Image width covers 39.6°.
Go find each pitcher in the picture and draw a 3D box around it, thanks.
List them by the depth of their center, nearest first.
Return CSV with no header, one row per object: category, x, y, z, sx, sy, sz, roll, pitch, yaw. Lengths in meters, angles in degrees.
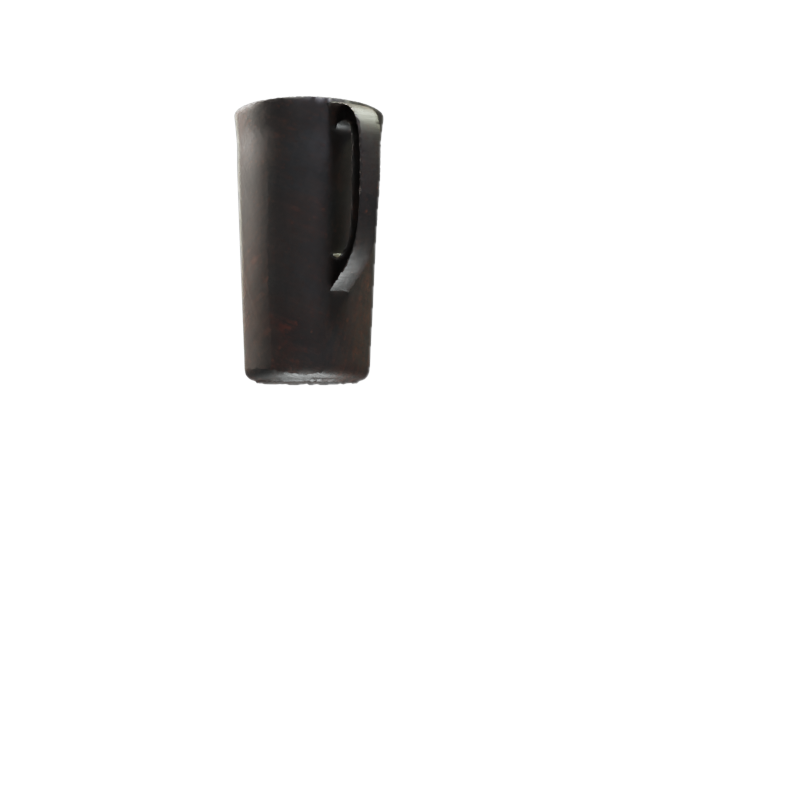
pitcher,-0.075,-0.137,0.961,0.147,0.248,0.144,-2,-7,12
